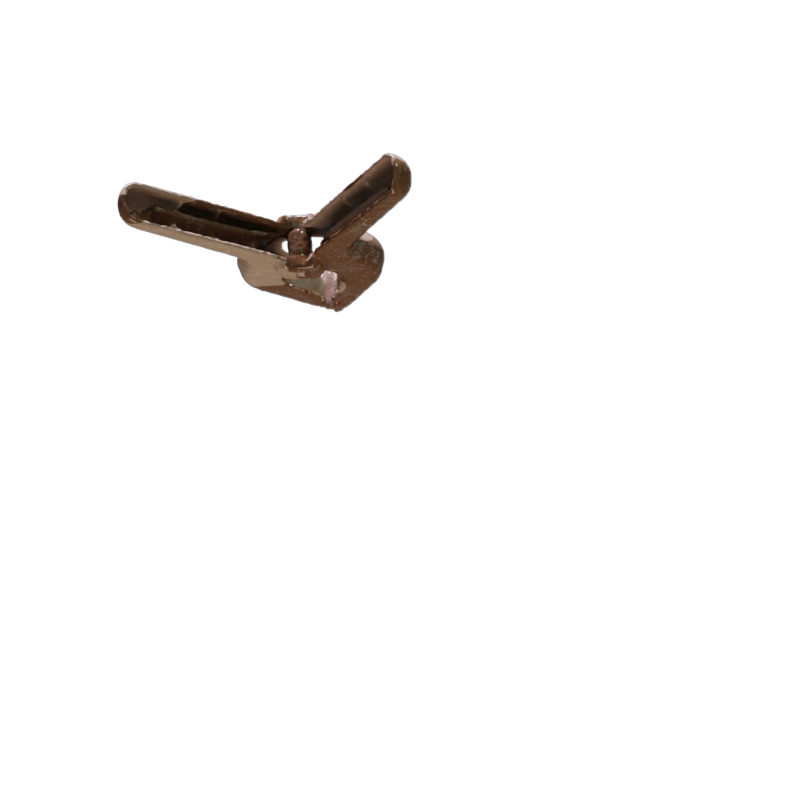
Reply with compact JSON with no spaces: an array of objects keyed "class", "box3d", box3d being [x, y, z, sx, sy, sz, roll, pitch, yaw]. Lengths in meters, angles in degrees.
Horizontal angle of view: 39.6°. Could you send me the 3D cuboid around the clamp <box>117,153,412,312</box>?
[{"class":"clamp","box3d":[-0.053,-0.097,0.680,0.167,0.038,0.198,-4,-13,17]}]
